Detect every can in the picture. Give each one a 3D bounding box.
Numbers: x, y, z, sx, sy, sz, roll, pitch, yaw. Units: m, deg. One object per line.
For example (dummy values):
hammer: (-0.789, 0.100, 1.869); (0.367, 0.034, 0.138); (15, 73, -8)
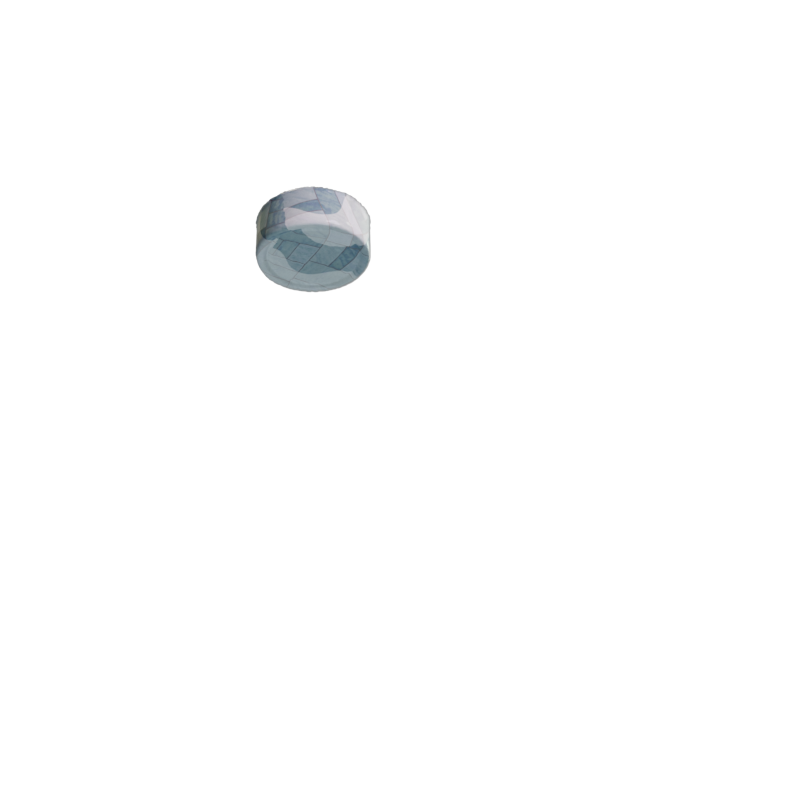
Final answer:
can: (-0.064, -0.117, 0.817); (0.086, 0.036, 0.080); (1, -34, -2)
